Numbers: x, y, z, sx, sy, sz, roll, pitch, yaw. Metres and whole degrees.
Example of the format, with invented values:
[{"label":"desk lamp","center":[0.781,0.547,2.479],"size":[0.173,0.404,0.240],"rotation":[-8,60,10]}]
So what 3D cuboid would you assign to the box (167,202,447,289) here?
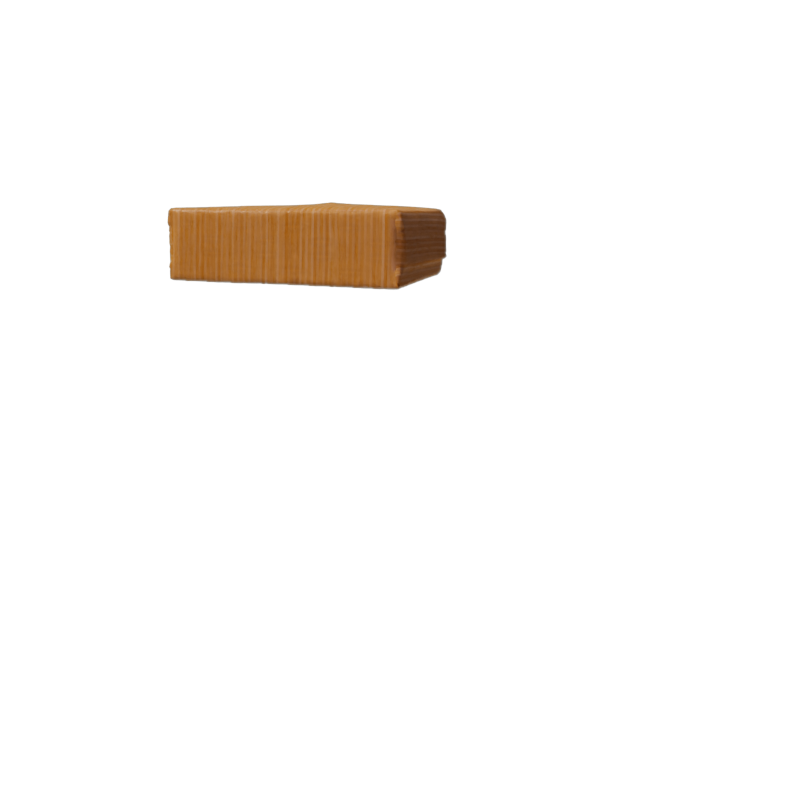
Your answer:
[{"label":"box","center":[-0.033,-0.060,0.423],"size":[0.091,0.030,0.072],"rotation":[3,9,17]}]
